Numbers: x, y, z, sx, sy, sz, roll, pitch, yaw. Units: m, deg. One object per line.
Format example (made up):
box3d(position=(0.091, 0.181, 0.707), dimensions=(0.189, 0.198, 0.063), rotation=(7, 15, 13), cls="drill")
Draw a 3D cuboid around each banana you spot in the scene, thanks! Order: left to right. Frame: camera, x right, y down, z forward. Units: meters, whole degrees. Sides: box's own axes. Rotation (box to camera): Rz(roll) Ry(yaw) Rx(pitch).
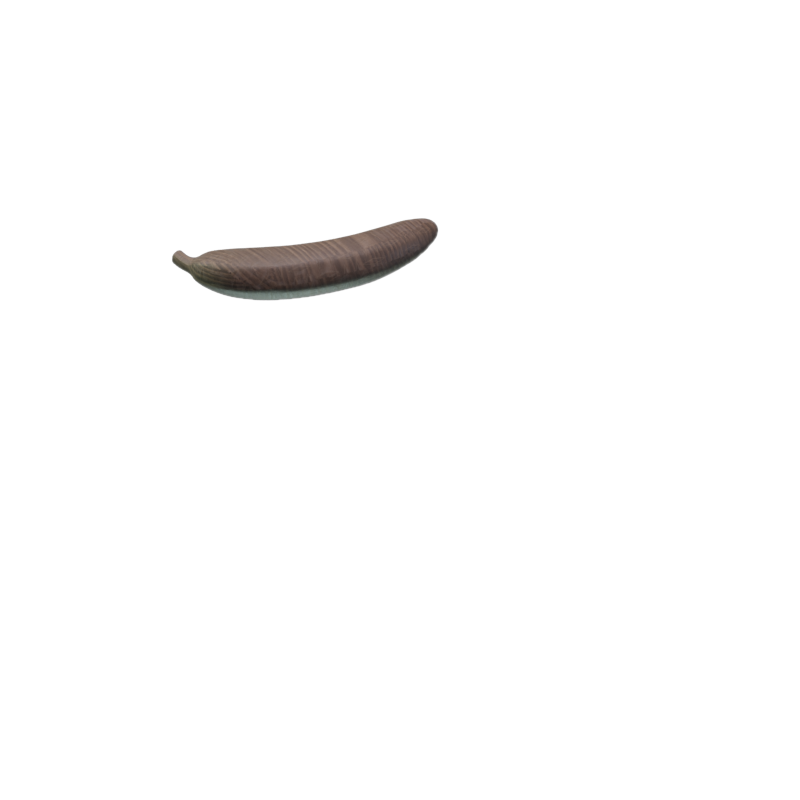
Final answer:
box3d(position=(-0.063, -0.102, 0.792), dimensions=(0.196, 0.034, 0.075), rotation=(-7, 41, -8), cls="banana")
